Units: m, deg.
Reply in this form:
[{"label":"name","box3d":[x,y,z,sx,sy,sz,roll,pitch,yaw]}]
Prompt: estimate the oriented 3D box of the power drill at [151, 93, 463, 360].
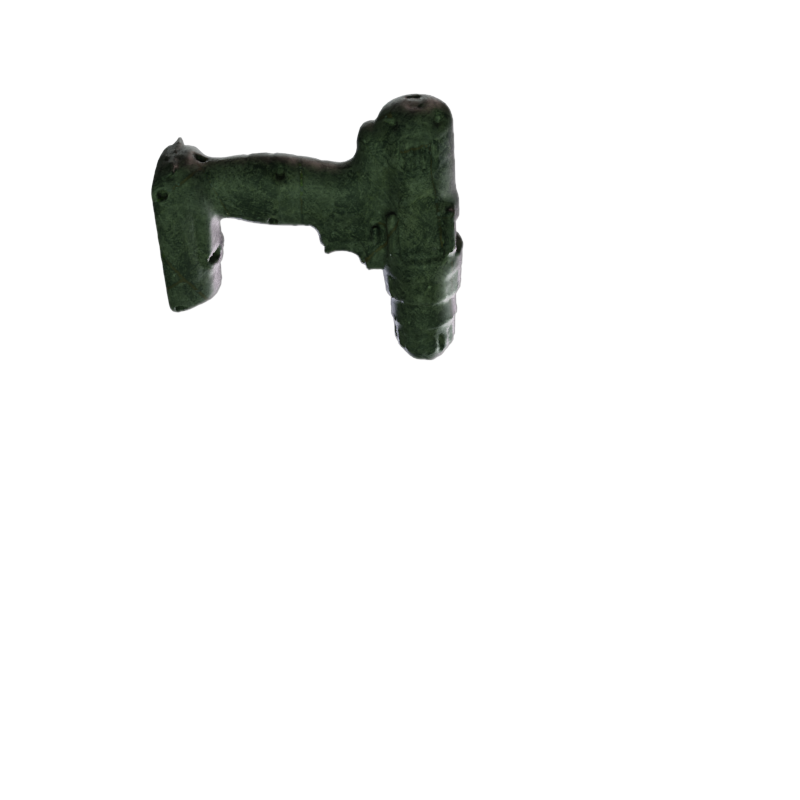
[{"label":"power drill","box3d":[-0.055,-0.100,0.698,0.188,0.173,0.061,-3,32,2]}]
